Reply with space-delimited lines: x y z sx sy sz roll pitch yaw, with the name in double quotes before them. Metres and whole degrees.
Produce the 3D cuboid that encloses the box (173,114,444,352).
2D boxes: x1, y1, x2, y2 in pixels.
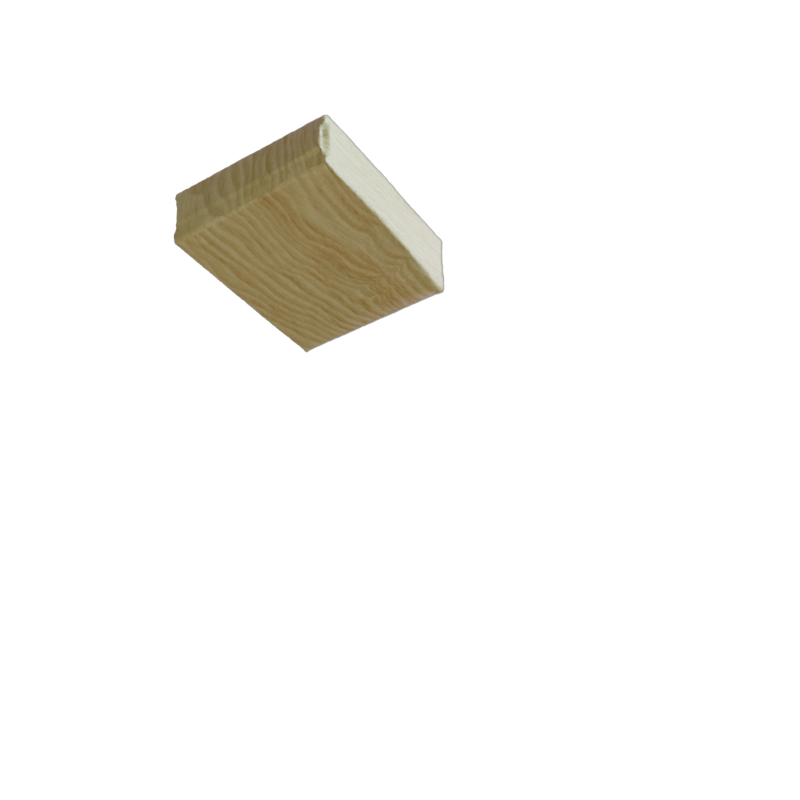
"box" -0.043 -0.078 0.547 0.090 0.042 0.105 -22 -44 25
